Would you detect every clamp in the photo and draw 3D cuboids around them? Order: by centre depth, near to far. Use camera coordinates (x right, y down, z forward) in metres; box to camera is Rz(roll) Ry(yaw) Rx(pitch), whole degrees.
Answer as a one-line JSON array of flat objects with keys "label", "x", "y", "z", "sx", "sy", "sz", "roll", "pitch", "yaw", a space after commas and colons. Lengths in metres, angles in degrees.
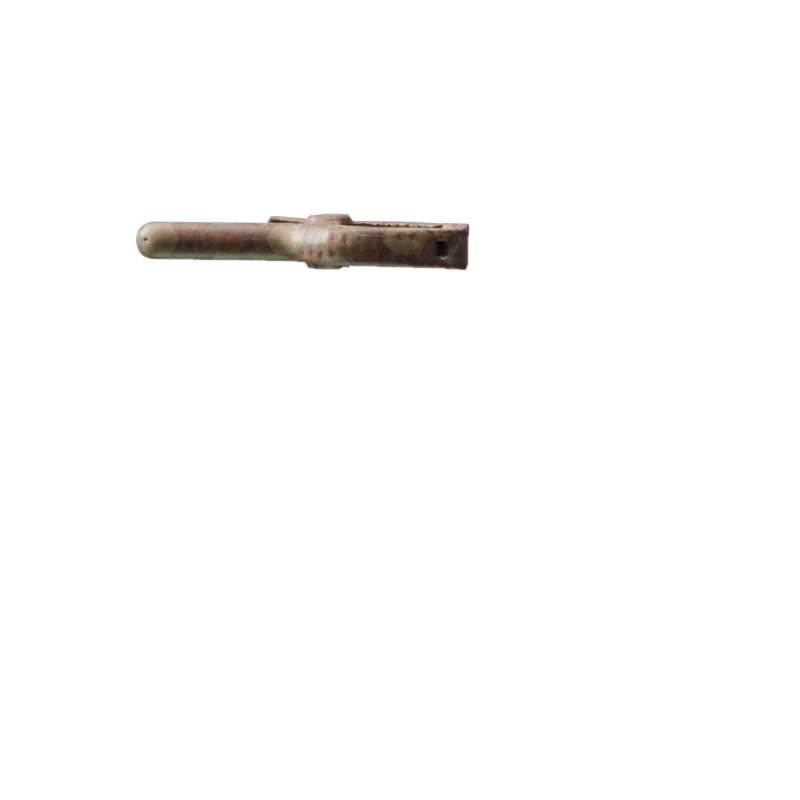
[{"label": "clamp", "x": -0.057, "y": -0.105, "z": 0.734, "sx": 0.219, "sy": 0.036, "sz": 0.160, "roll": 9, "pitch": 15, "yaw": 36}]
